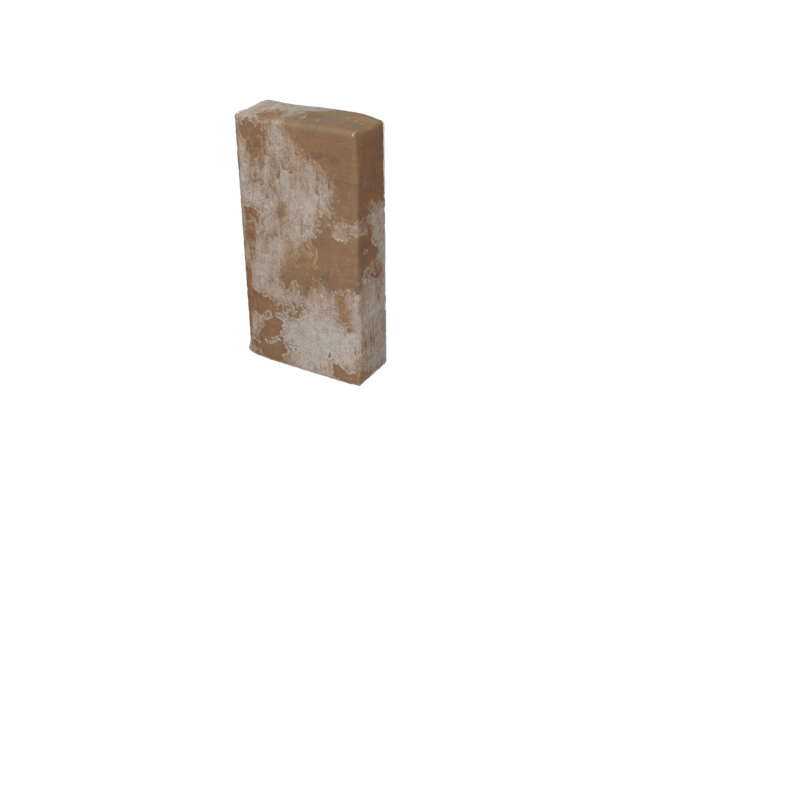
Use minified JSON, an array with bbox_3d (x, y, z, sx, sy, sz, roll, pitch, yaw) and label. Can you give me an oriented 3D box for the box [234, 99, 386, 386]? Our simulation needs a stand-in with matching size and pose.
[{"bbox_3d":[-0.057,-0.105,0.733,0.098,0.167,0.048,16,27,28],"label":"box"}]
